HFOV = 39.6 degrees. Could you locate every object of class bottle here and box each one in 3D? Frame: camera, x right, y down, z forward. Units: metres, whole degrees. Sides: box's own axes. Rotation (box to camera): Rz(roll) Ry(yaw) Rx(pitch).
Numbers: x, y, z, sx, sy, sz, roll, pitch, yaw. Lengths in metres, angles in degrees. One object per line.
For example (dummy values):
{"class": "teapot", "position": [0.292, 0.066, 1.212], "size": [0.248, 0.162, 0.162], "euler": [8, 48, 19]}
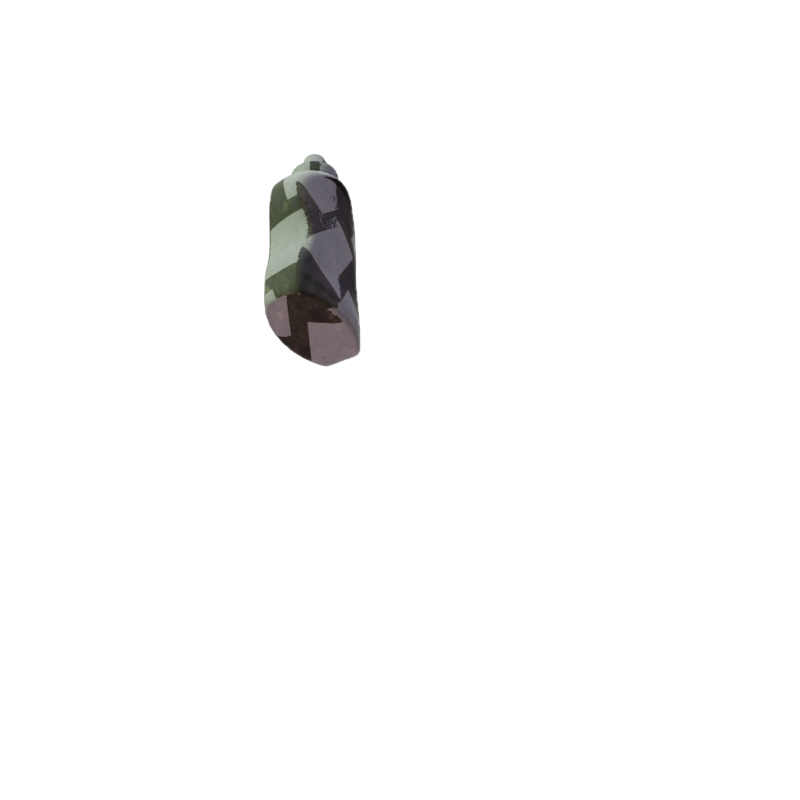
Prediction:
{"class": "bottle", "position": [-0.070, -0.129, 0.901], "size": [0.059, 0.206, 0.089], "euler": [-23, -43, 23]}
